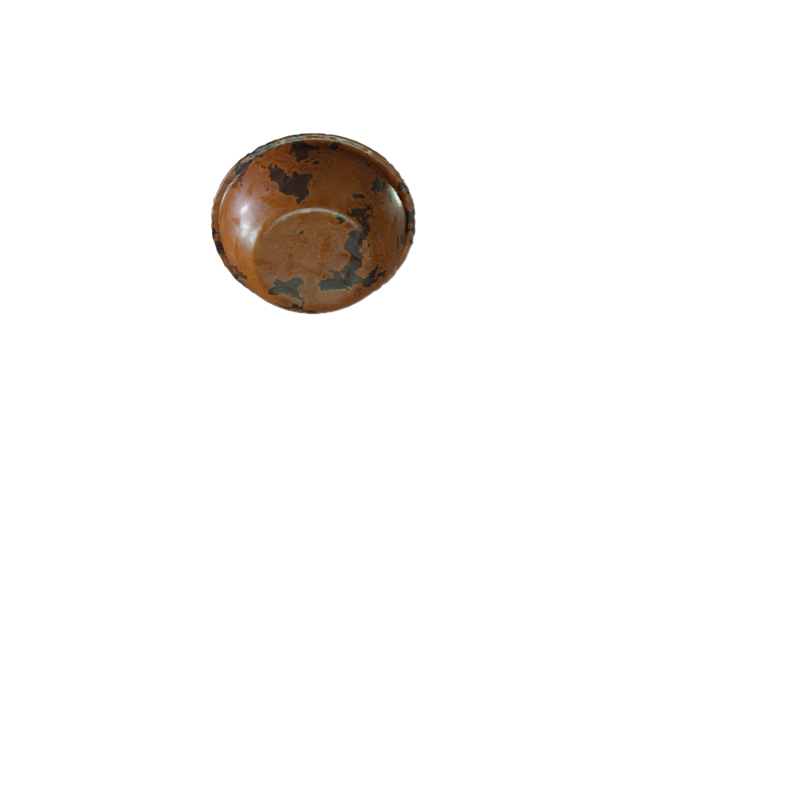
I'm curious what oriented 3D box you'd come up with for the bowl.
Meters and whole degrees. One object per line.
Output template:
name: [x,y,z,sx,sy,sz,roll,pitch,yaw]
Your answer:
bowl: [-0.067,-0.122,0.853,0.162,0.152,0.059,1,34,-1]
